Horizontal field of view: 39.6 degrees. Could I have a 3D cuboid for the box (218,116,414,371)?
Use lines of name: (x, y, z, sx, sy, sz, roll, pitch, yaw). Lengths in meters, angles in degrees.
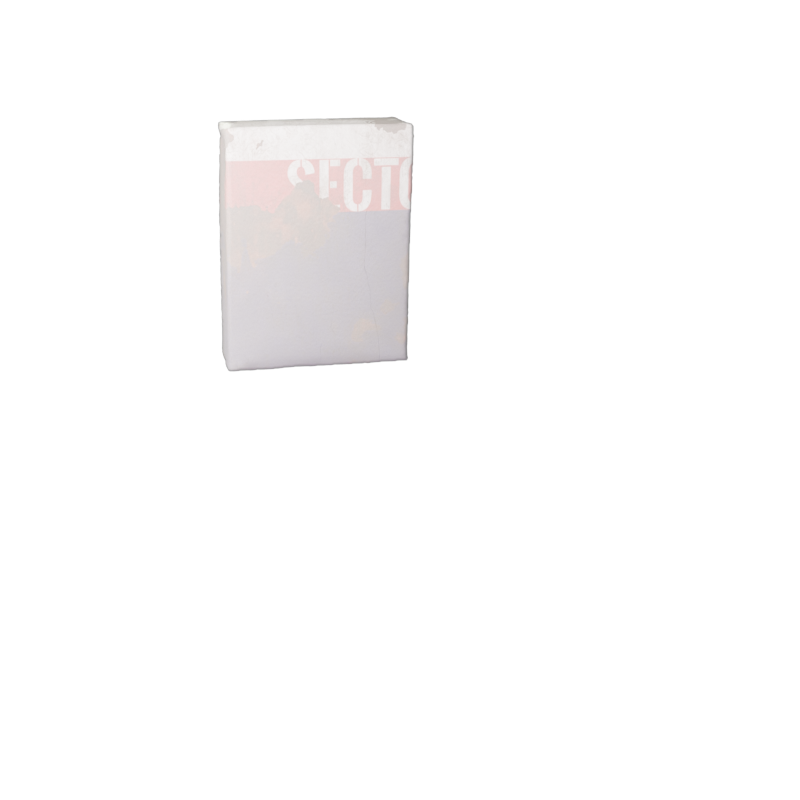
box: (-0.077, -0.140, 0.978, 0.162, 0.207, 0.075, -3, 14, -12)
